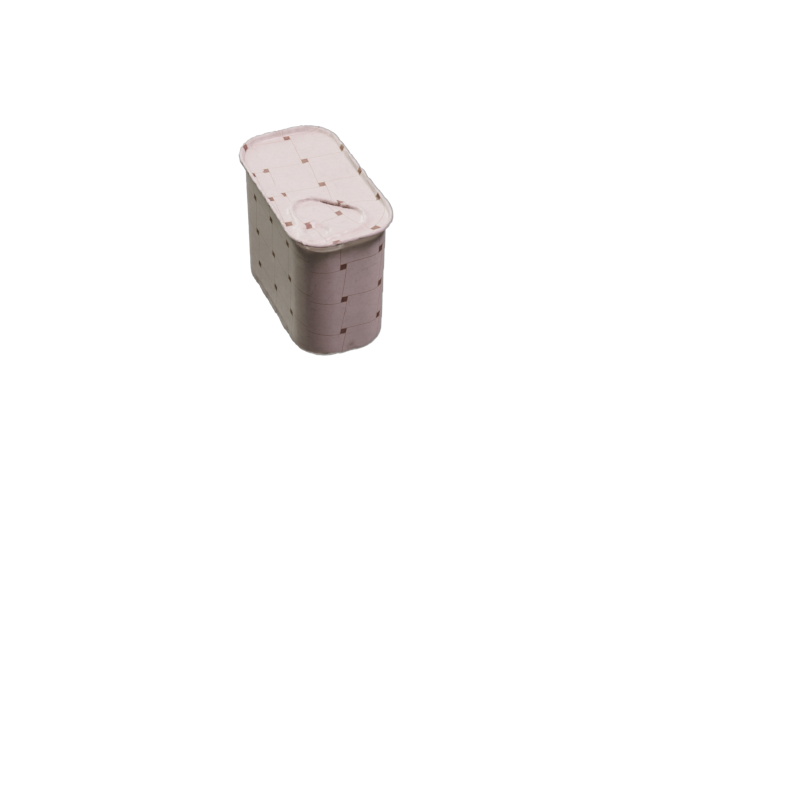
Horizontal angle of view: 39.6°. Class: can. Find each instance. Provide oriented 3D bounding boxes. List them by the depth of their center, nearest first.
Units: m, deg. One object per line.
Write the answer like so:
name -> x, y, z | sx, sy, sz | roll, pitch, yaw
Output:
can -> -0.047, -0.086, 0.604 | 0.057, 0.078, 0.110 | -16, 47, -19
